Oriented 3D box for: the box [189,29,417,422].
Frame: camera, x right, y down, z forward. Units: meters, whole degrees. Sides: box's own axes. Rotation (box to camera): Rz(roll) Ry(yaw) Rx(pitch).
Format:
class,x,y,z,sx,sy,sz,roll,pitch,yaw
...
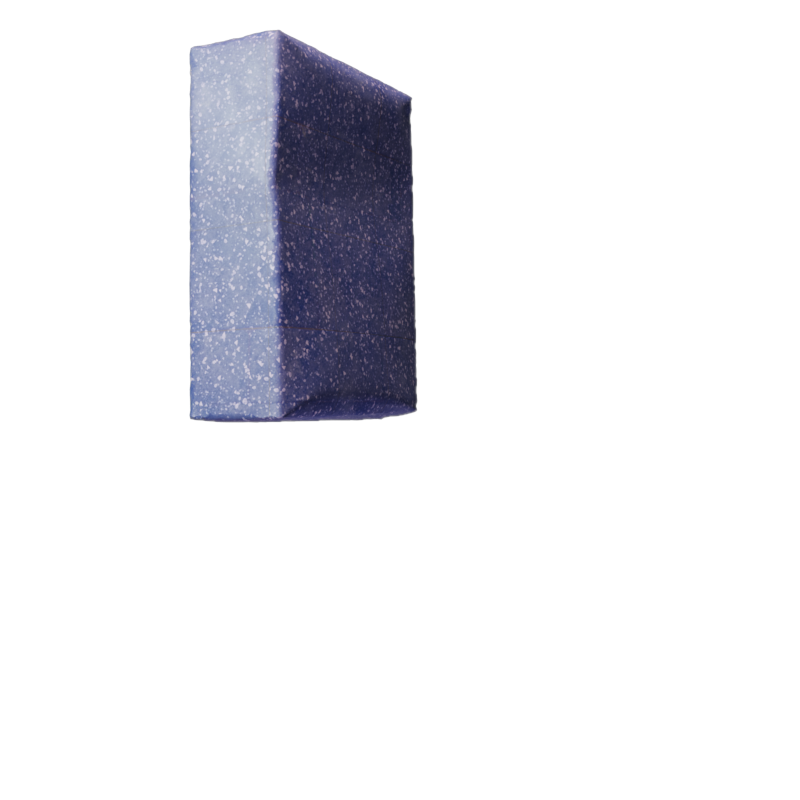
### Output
class,x,y,z,sx,sy,sz,roll,pitch,yaw
box,-0.052,-0.096,0.670,0.074,0.218,0.157,-5,-7,29
